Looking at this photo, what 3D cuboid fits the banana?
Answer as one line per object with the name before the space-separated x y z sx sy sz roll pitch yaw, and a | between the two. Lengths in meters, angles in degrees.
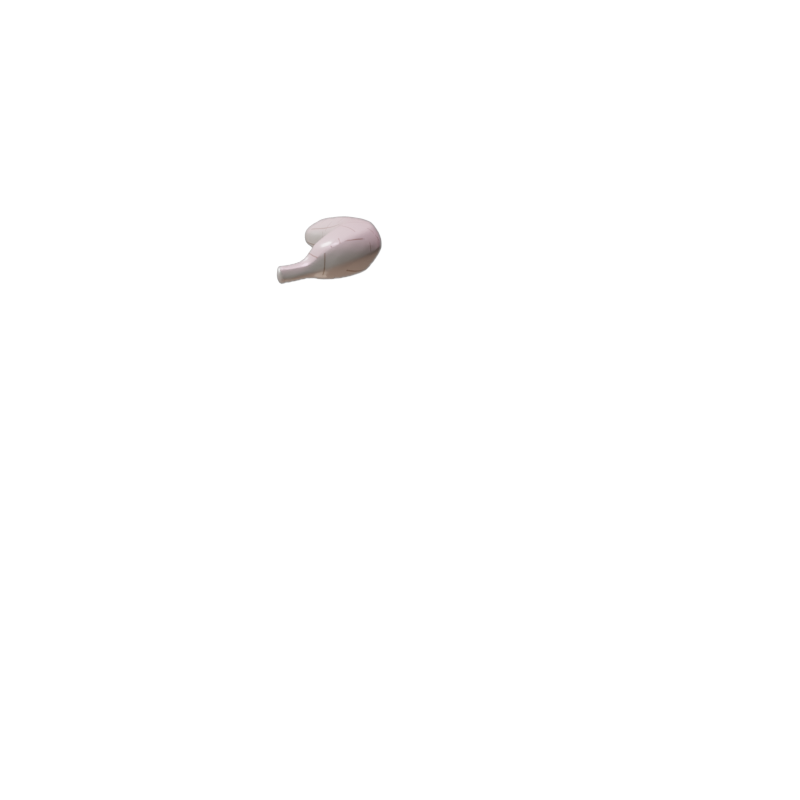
banana | -0.048 -0.120 0.845 0.070 0.036 0.202 1 14 2
